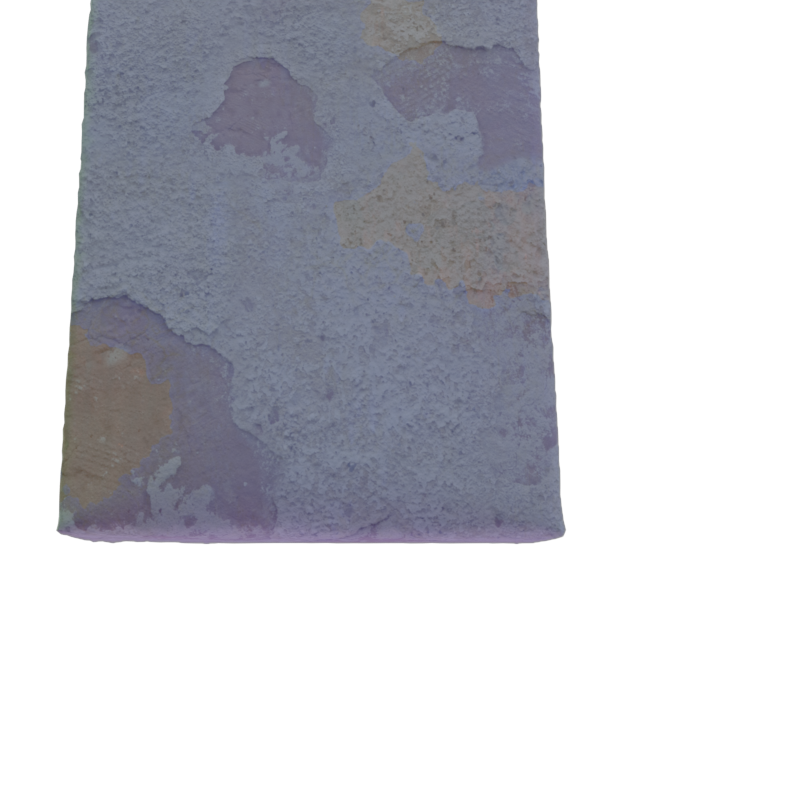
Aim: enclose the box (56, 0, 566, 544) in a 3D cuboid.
[{"bbox_3d":[-0.032,-0.058,0.407,0.164,0.222,0.069,-1,-15,-1],"label":"box"}]
